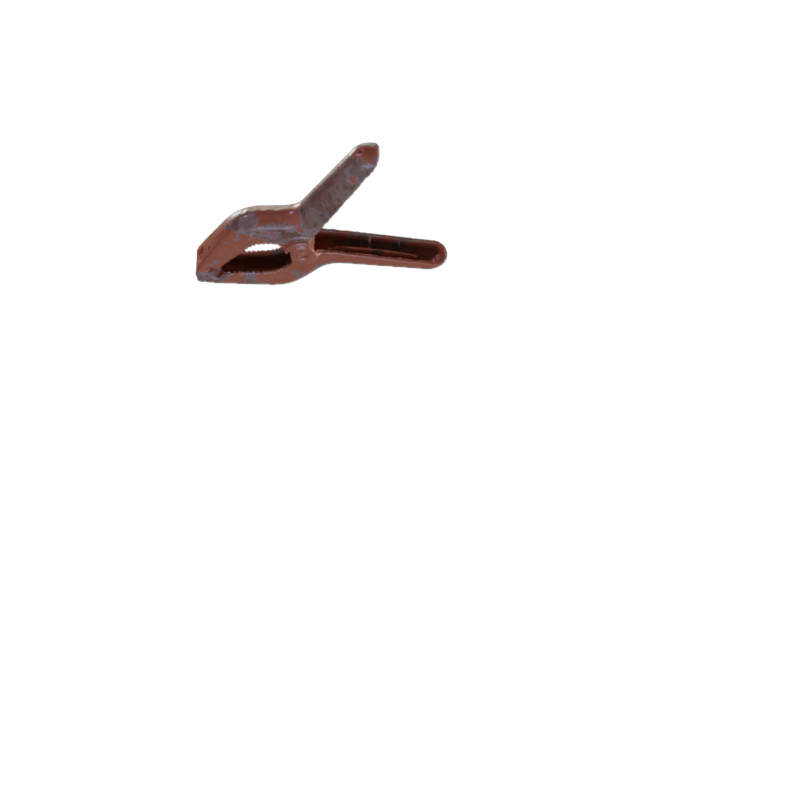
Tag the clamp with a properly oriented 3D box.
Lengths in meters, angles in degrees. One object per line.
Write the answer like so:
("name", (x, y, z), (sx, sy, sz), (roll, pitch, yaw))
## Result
("clamp", (-0.073, -0.133, 0.933), (0.212, 0.039, 0.152), (-16, -34, 25))
